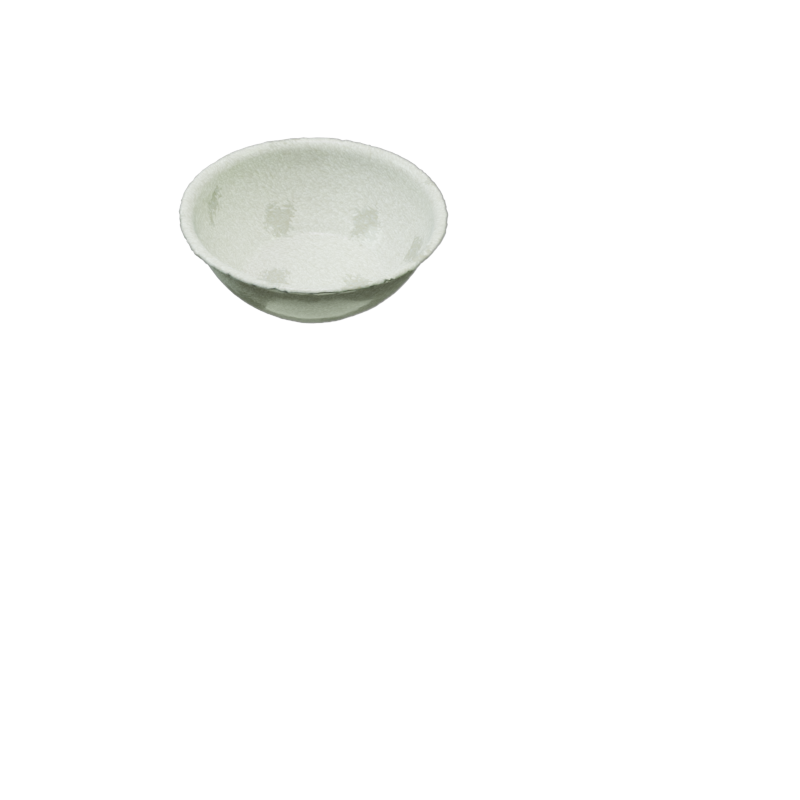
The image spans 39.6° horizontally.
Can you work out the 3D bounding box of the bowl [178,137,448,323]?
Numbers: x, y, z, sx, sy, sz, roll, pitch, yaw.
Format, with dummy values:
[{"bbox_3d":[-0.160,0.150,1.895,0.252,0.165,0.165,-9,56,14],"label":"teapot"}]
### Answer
[{"bbox_3d":[-0.053,-0.097,0.680,0.162,0.051,0.174,-1,41,-2],"label":"bowl"}]
